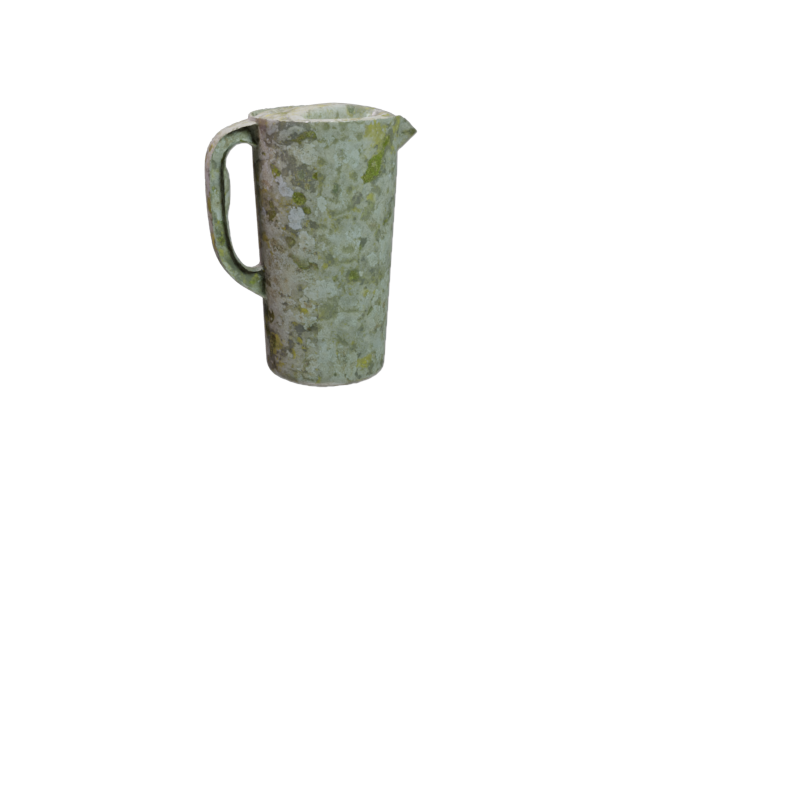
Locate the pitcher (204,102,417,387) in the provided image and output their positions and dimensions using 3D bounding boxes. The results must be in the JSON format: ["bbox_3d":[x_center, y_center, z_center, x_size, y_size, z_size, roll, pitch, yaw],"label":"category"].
[{"bbox_3d":[-0.077,-0.140,0.983,0.155,0.235,0.144,8,16,25],"label":"pitcher"}]
